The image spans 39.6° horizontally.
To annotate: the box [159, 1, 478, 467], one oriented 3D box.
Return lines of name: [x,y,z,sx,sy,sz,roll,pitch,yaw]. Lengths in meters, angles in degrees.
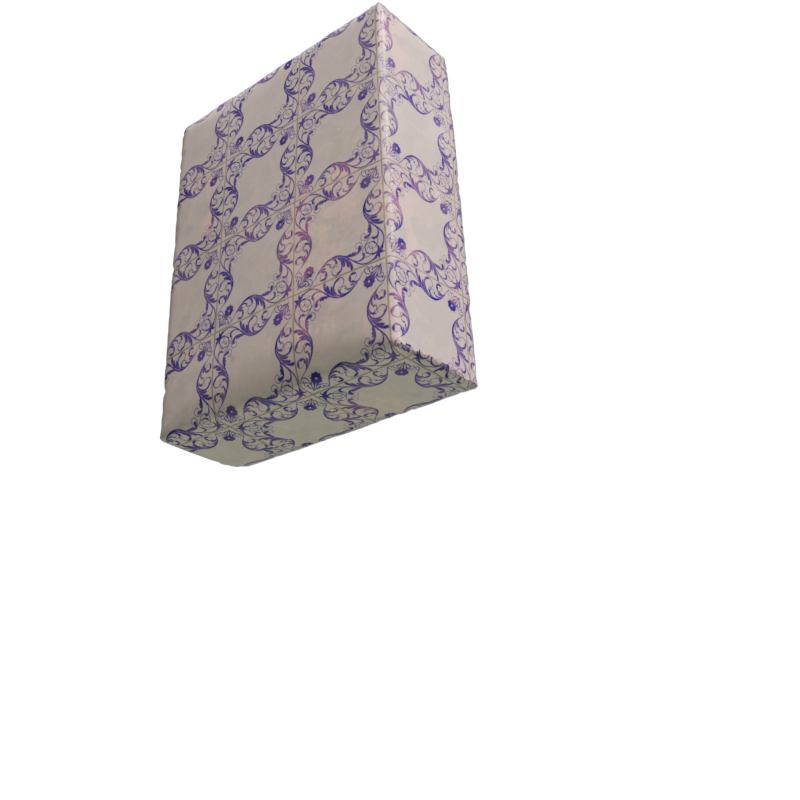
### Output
box: [-0.048,-0.087,0.612,0.165,0.228,0.067,-23,-37,33]
